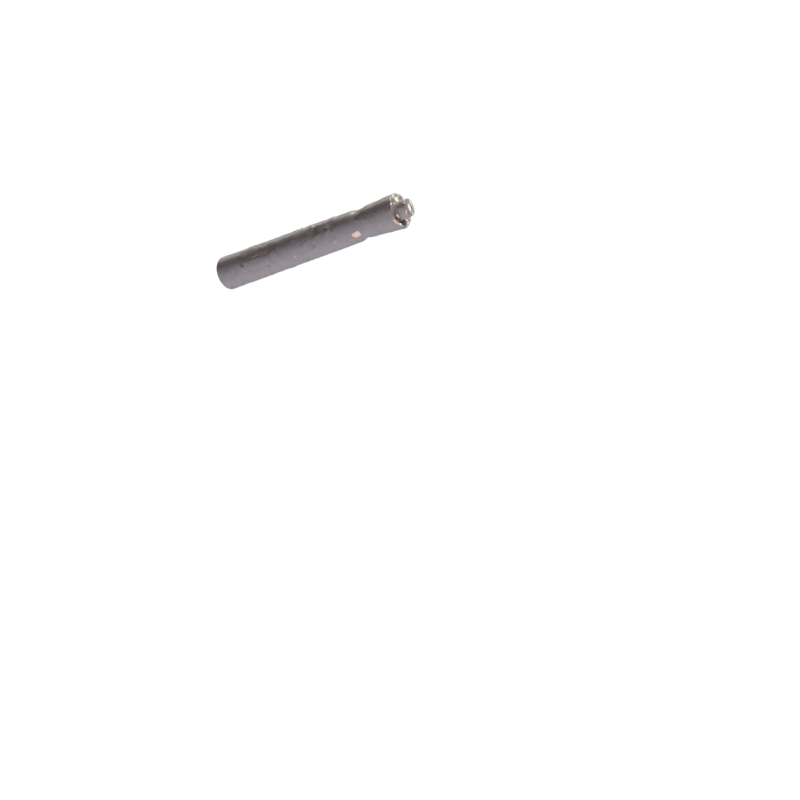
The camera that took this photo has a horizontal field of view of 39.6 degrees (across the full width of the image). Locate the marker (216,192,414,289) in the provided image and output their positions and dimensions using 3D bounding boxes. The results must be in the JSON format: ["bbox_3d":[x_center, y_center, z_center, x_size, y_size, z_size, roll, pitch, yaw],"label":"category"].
[{"bbox_3d":[-0.046,-0.083,0.583,0.123,0.020,0.019,-15,-4,32],"label":"marker"}]
